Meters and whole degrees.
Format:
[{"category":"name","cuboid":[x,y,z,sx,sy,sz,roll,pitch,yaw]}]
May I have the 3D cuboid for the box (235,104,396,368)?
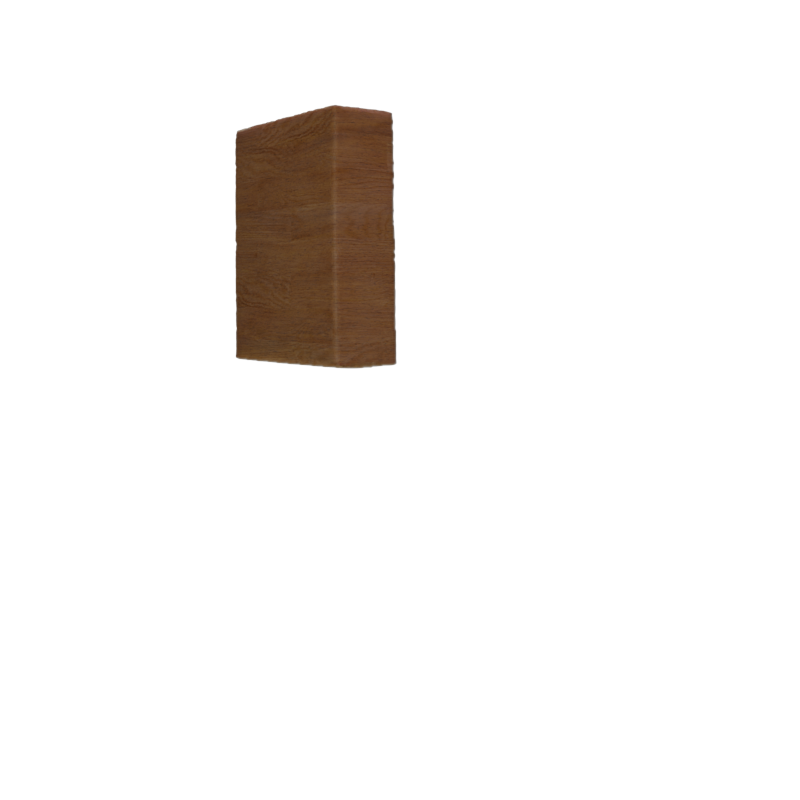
[{"category":"box","cuboid":[-0.076,-0.139,0.973,0.069,0.215,0.170,2,-1,-37]}]
